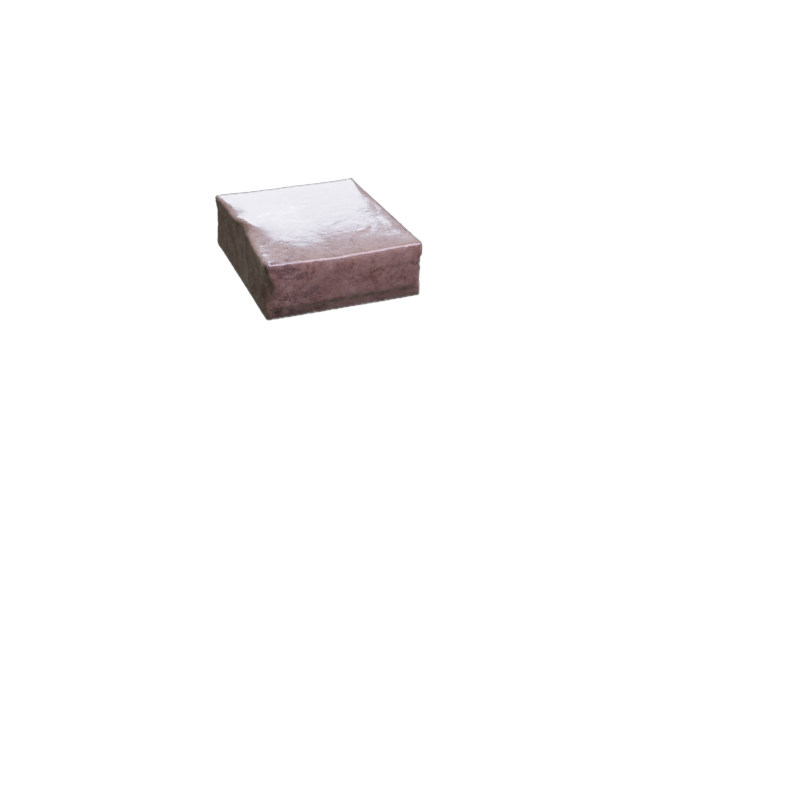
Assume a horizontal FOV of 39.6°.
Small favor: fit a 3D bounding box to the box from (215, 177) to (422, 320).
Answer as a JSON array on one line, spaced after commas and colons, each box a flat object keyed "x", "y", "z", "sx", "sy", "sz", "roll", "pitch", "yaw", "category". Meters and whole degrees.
[{"x": -0.041, "y": -0.074, "z": 0.519, "sx": 0.072, "sy": 0.028, "sz": 0.096, "roll": -11, "pitch": 32, "yaw": -18, "category": "box"}]
